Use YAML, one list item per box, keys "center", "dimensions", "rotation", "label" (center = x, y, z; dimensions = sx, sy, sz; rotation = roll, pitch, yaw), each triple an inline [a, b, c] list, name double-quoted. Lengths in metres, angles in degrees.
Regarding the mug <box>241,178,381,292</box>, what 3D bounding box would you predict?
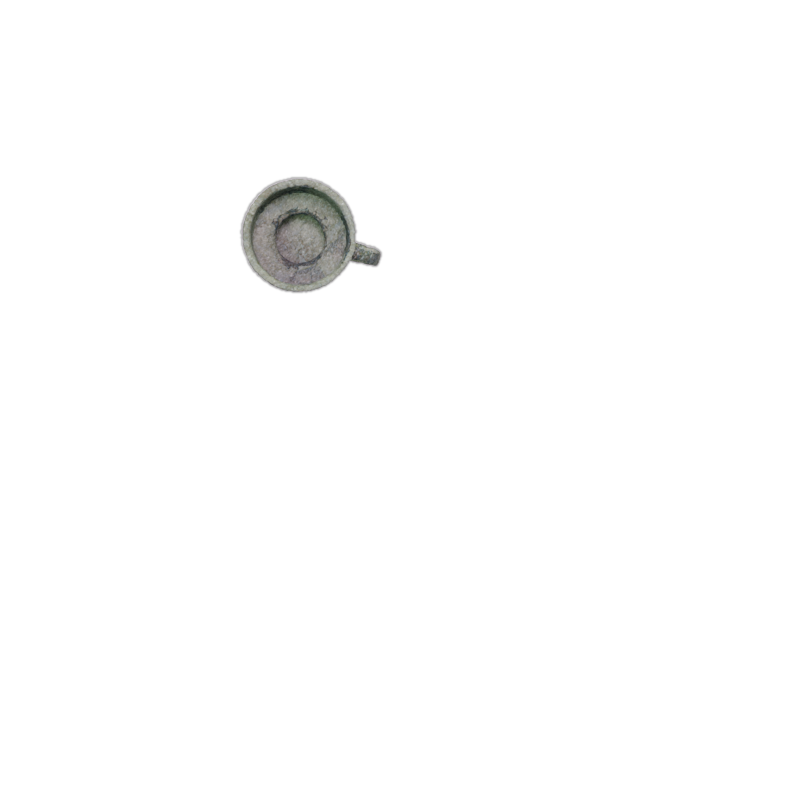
- center: [-0.074, -0.134, 0.939]
  dimensions: [0.117, 0.094, 0.081]
  rotation: [12, -1, -1]
  label: "mug"
